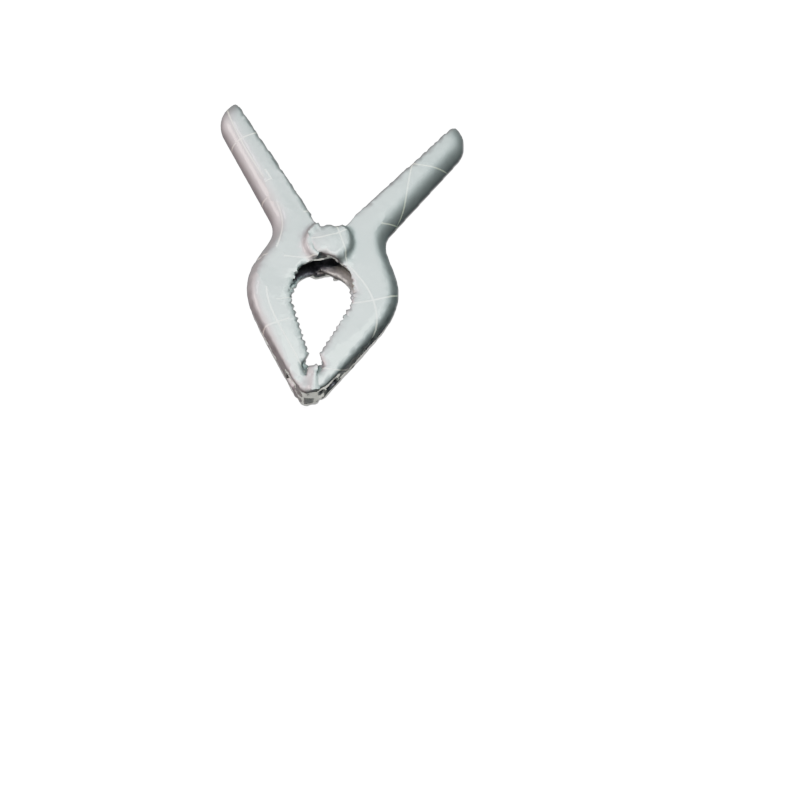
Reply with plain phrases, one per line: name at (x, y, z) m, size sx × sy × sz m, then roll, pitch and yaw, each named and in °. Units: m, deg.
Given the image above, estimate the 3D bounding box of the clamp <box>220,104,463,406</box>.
clamp at (-0.056, -0.102, 0.714) m, size 0.166 × 0.220 × 0.034 m, roll 11°, pitch -26°, yaw 5°
